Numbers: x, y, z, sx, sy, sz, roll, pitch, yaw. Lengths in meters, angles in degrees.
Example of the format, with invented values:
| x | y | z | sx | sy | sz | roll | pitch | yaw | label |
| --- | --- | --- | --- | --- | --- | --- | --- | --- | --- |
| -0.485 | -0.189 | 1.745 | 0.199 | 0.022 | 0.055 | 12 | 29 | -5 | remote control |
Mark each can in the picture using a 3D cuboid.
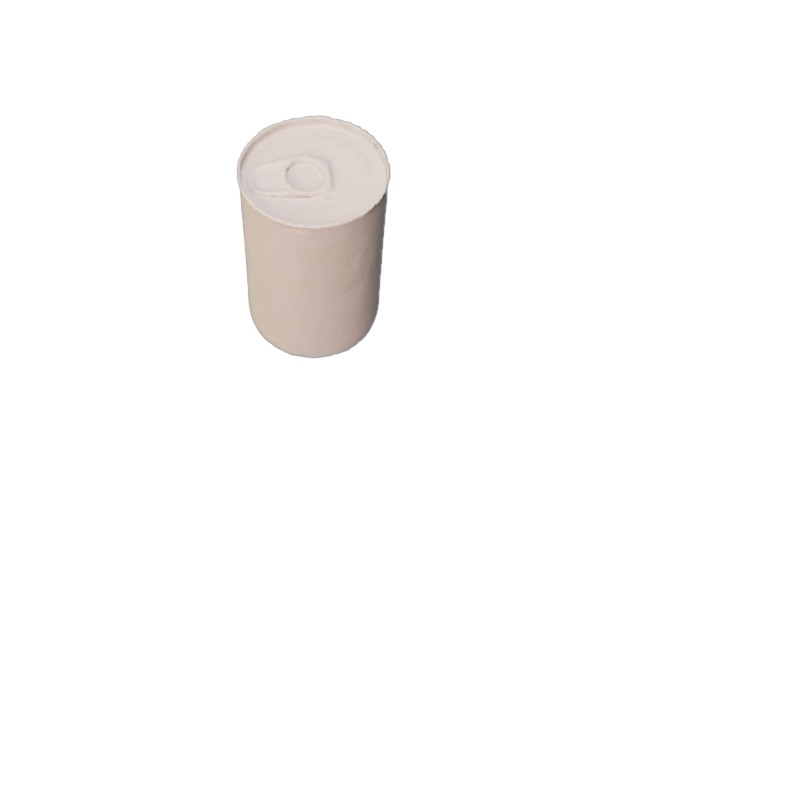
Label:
| x | y | z | sx | sy | sz | roll | pitch | yaw | label |
| --- | --- | --- | --- | --- | --- | --- | --- | --- | --- |
| -0.041 | -0.075 | 0.527 | 0.068 | 0.073 | 0.095 | 0 | -35 | -3 | can |
